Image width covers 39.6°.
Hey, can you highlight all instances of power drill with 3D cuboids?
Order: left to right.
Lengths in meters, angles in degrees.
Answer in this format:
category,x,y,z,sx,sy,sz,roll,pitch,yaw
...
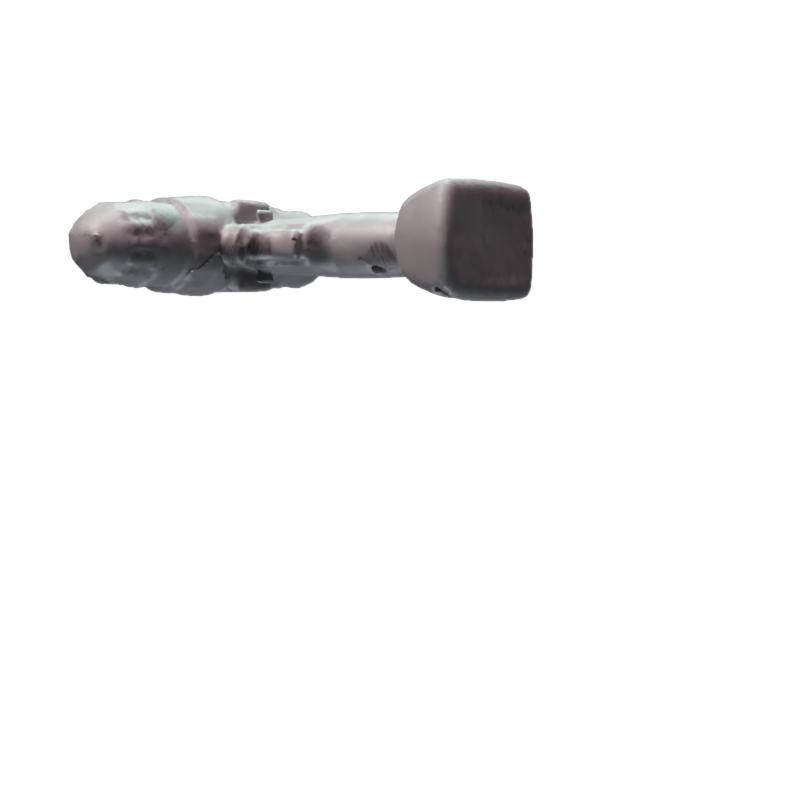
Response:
category,x,y,z,sx,sy,sz,roll,pitch,yaw
power drill,-0.043,-0.078,0.550,0.195,0.057,0.179,5,9,32
